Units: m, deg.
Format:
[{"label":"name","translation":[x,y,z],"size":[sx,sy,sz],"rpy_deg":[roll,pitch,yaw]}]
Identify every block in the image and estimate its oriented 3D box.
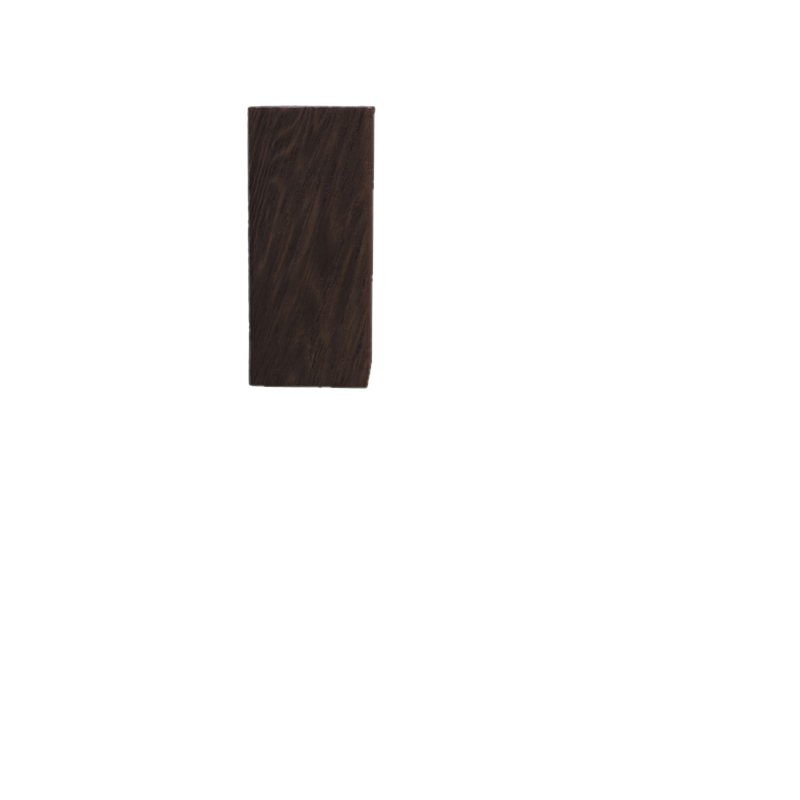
[{"label":"block","translation":[-0.065,-0.121,0.845],"size":[0.091,0.202,0.092],"rpy_deg":[1,8,3]}]
